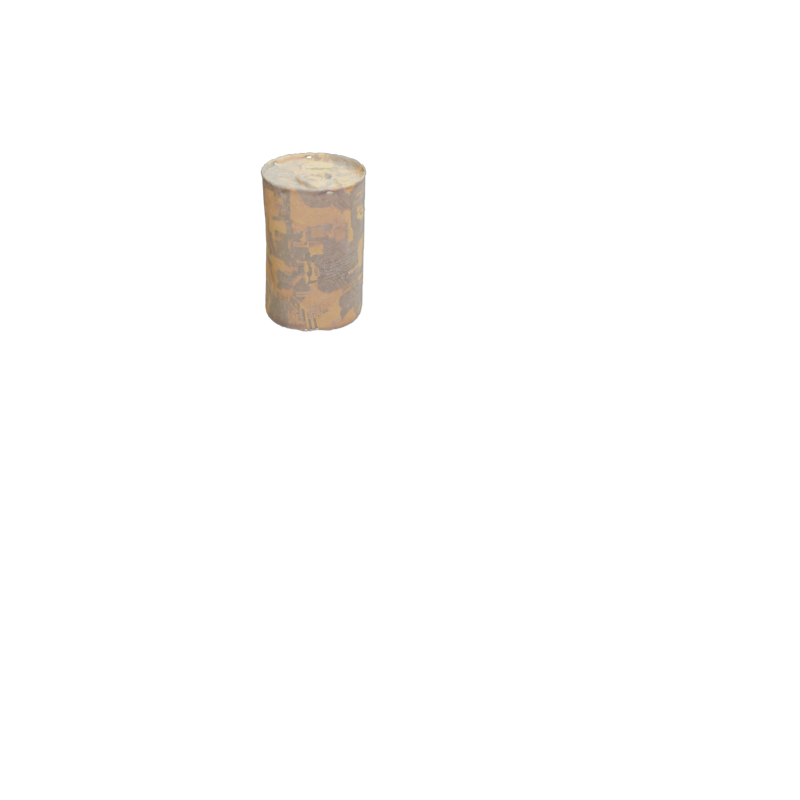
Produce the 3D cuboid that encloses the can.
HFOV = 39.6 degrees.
[{"bbox_3d":[-0.057,-0.105,0.733,0.068,0.097,0.072,0,27,-2],"label":"can"}]
